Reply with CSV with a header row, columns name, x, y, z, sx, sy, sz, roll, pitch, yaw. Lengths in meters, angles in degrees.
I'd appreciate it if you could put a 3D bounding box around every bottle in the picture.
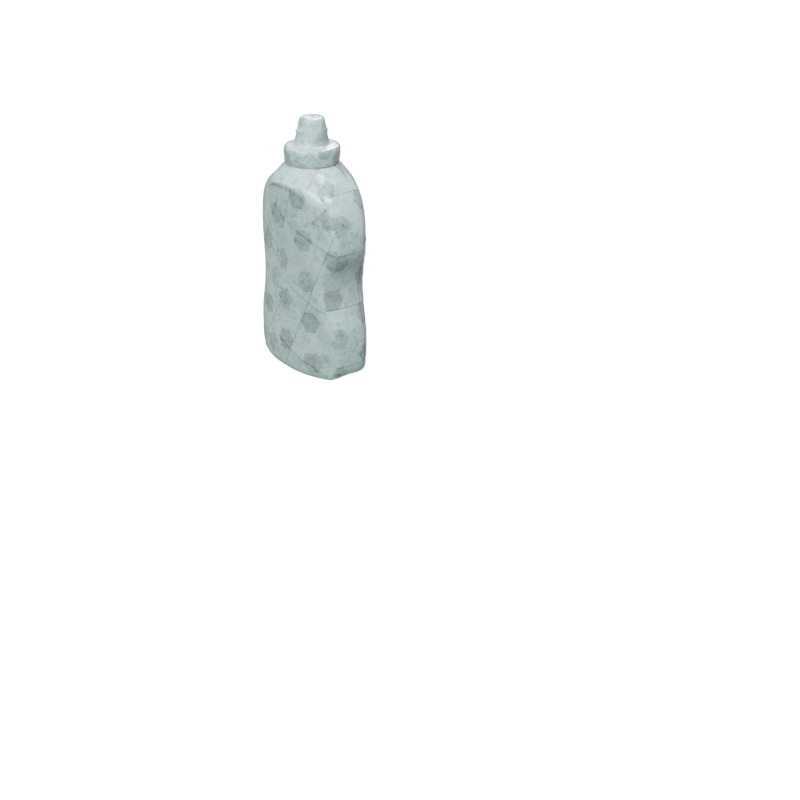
name,x,y,z,sx,sy,sz,roll,pitch,yaw
bottle,-0.065,-0.118,0.827,0.057,0.183,0.103,-14,27,-34
